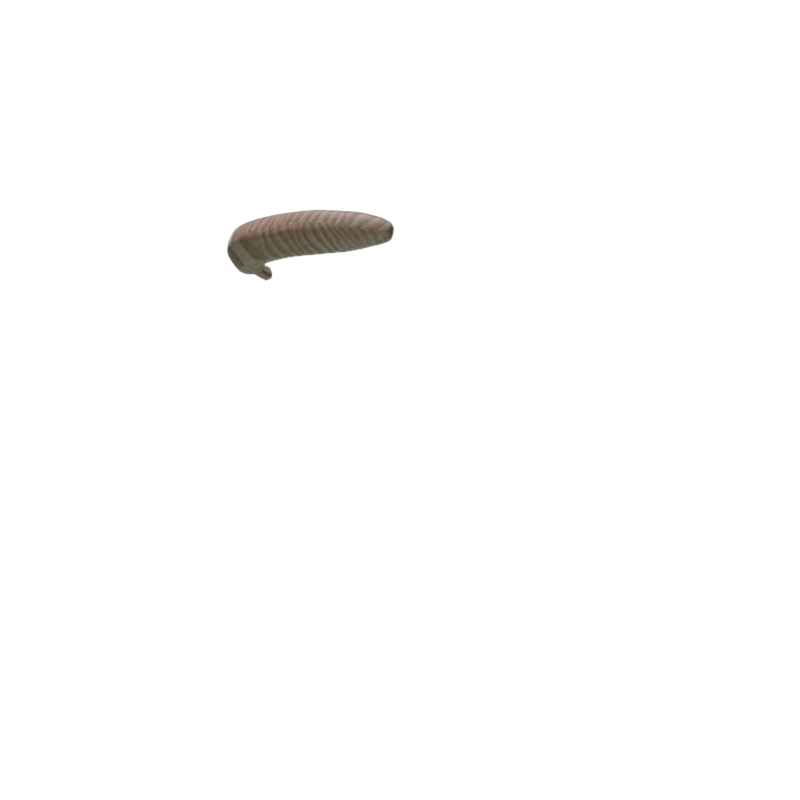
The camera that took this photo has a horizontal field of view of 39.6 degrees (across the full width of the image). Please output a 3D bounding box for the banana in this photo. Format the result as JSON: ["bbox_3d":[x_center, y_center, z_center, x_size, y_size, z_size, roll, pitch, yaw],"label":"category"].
[{"bbox_3d":[-0.087,-0.127,0.881,0.067,0.037,0.203,3,-4,-35],"label":"banana"}]
